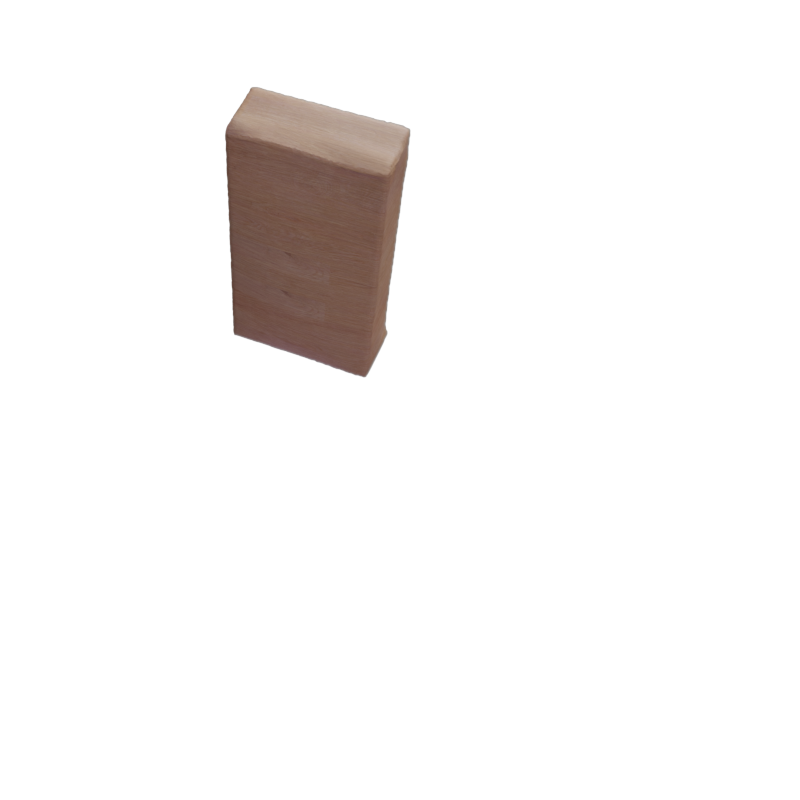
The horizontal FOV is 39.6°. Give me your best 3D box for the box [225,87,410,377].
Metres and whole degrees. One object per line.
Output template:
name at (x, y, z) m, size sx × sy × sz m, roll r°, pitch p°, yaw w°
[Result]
box at (-0.050, -0.091, 0.637) m, size 0.095 × 0.050 × 0.165 m, roll 18°, pitch -34°, yaw 10°
